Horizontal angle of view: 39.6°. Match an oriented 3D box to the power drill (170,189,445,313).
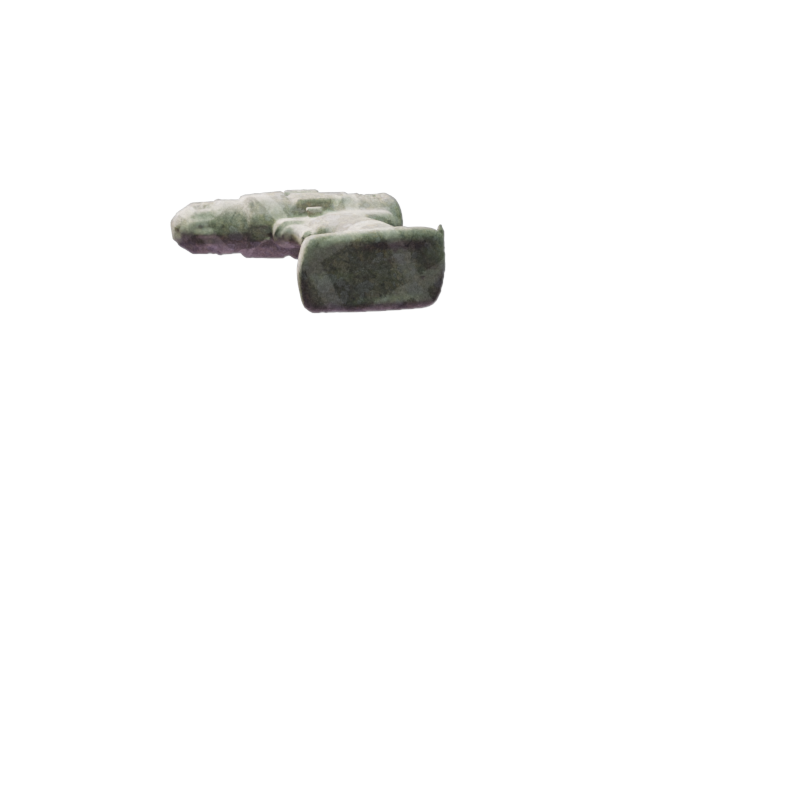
[{"bbox_3d":[-0.063,-0.115,0.807,0.181,0.055,0.199,-7,22,-18],"label":"power drill"}]
